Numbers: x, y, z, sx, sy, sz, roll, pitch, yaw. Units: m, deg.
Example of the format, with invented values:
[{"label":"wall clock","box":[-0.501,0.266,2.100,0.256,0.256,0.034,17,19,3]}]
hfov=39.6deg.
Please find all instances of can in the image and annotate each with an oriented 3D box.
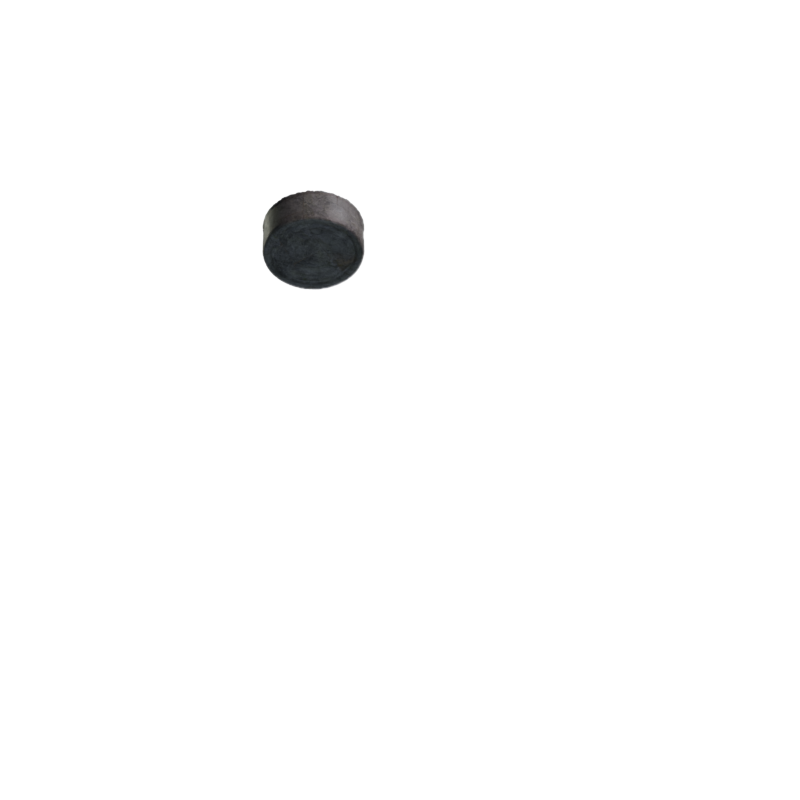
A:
[{"label":"can","box":[-0.072,-0.132,0.926,0.086,0.036,0.080,1,-42,-1]}]
